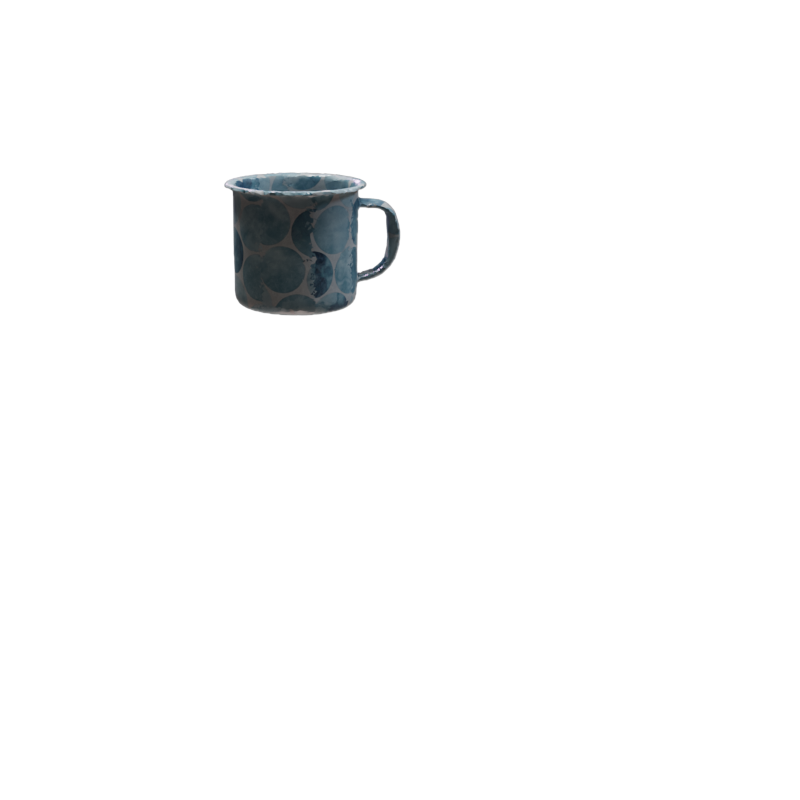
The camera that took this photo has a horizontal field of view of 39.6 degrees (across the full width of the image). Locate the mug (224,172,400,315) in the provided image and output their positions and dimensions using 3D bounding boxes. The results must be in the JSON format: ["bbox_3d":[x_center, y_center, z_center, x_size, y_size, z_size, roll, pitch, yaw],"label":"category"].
[{"bbox_3d":[-0.058,-0.105,0.736,0.115,0.079,0.098,-4,16,-14],"label":"mug"}]
